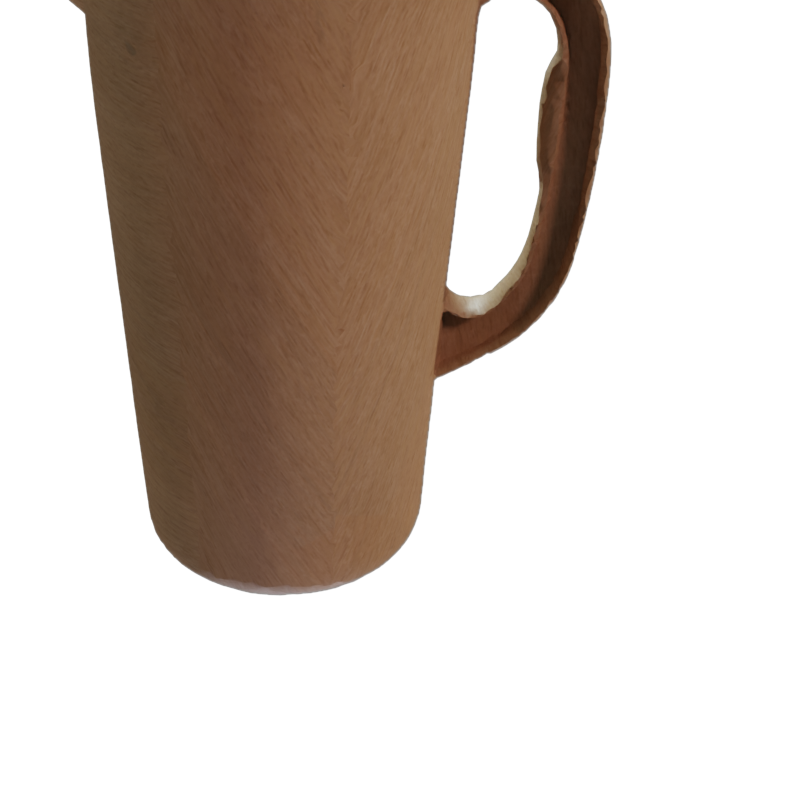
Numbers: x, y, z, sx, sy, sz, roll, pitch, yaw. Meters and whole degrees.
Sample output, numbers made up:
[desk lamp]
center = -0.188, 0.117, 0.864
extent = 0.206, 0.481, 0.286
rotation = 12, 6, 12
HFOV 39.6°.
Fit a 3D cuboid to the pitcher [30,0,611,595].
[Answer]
[pitcher]
center = -0.031, -0.056, 0.393
extent = 0.143, 0.230, 0.160
rotation = -19, 34, -35
